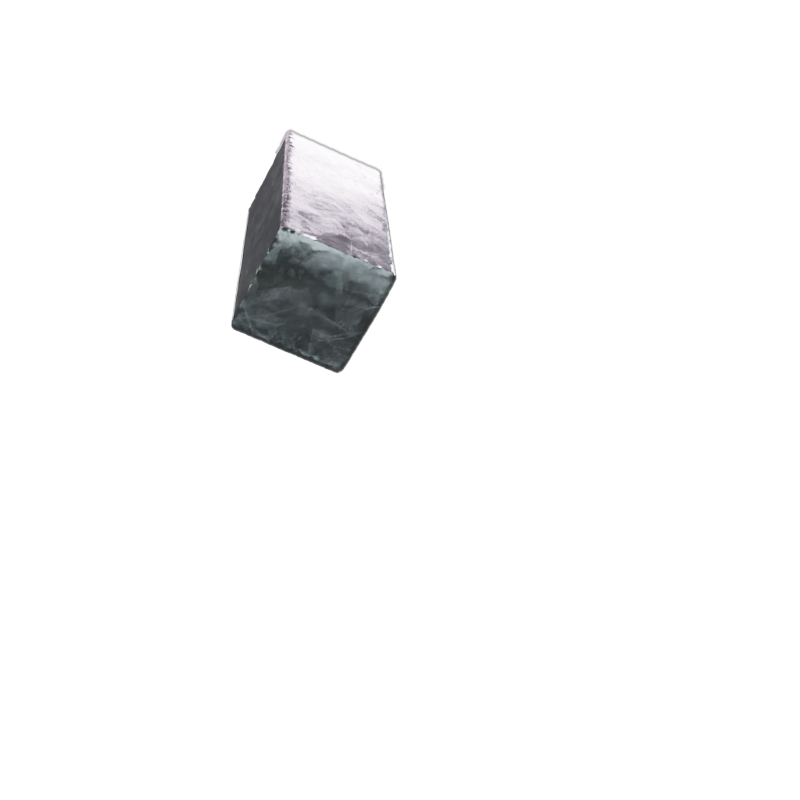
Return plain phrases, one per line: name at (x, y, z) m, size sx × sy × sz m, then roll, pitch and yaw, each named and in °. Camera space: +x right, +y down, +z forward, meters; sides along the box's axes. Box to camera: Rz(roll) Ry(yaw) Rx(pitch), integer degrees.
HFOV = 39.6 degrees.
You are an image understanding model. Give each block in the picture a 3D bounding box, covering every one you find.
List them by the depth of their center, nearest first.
block at (-0.068, -0.122, 0.862) m, size 0.088 × 0.087 × 0.219 m, roll 23°, pitch 26°, yaw -16°
